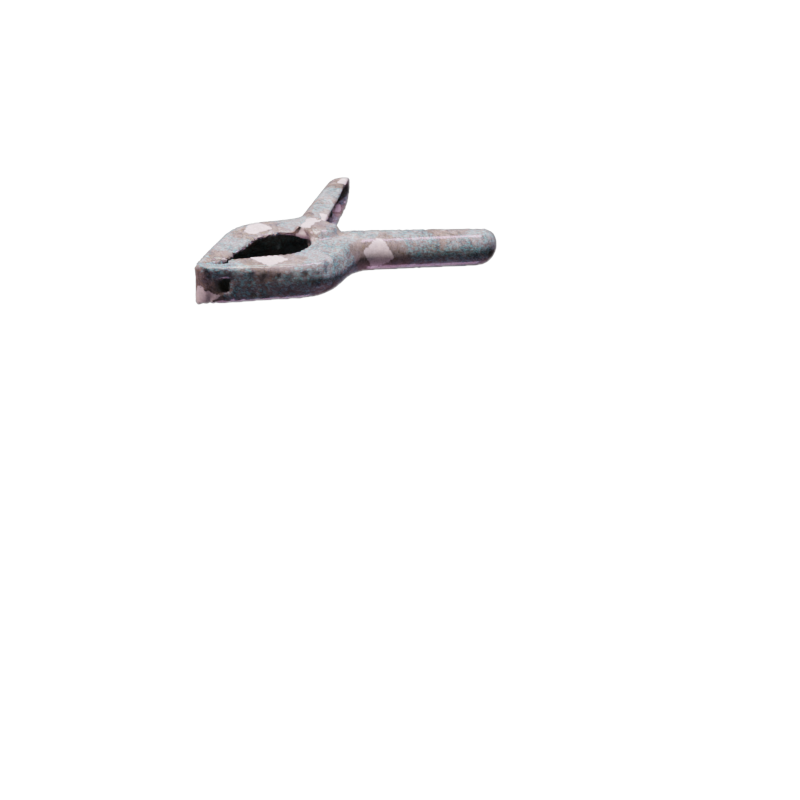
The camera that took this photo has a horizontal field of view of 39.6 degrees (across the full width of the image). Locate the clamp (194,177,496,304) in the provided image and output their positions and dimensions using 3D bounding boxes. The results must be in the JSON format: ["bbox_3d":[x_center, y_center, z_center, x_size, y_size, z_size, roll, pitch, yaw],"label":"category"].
[{"bbox_3d":[-0.061,-0.112,0.784,0.207,0.034,0.176,-19,33,-32],"label":"clamp"}]
